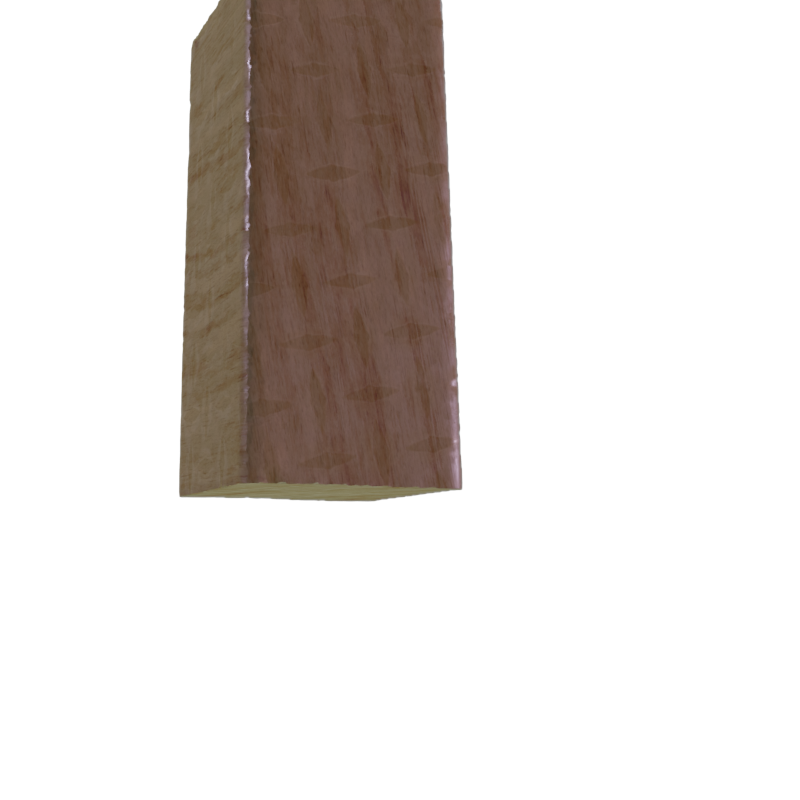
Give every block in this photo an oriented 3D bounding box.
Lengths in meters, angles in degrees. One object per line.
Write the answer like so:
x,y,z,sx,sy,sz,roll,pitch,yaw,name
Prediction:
-0.037,-0.066,0.464,0.087,0.214,0.090,5,-16,-23,block
